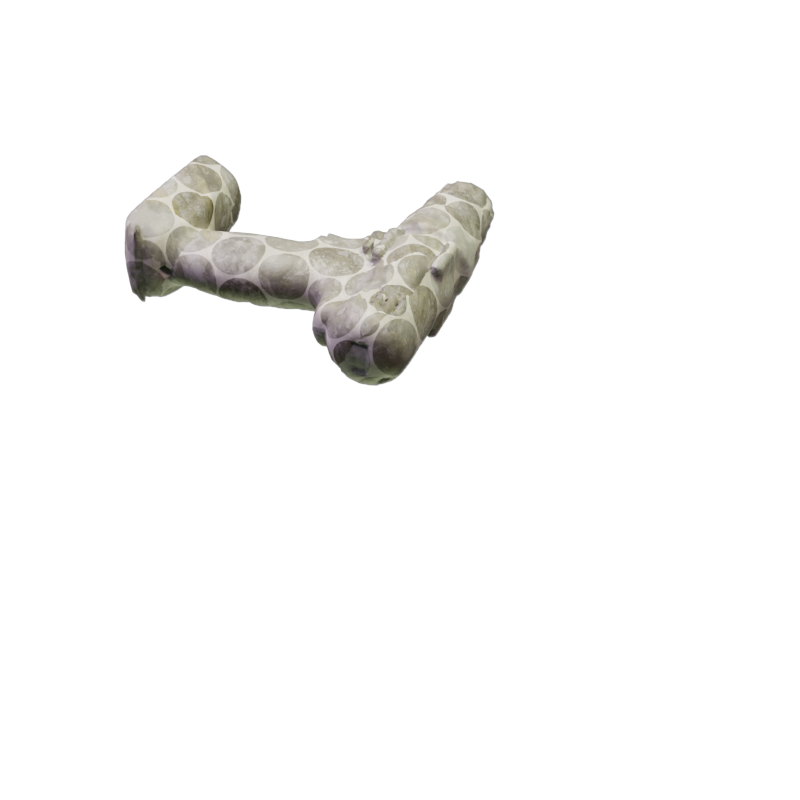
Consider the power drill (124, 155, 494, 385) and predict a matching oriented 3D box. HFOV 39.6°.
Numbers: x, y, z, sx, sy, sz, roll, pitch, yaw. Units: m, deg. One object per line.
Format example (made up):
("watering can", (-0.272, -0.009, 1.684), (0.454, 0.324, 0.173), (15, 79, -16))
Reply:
("power drill", (-0.051, -0.093, 0.651), (0.194, 0.054, 0.190), (13, 37, 18))
